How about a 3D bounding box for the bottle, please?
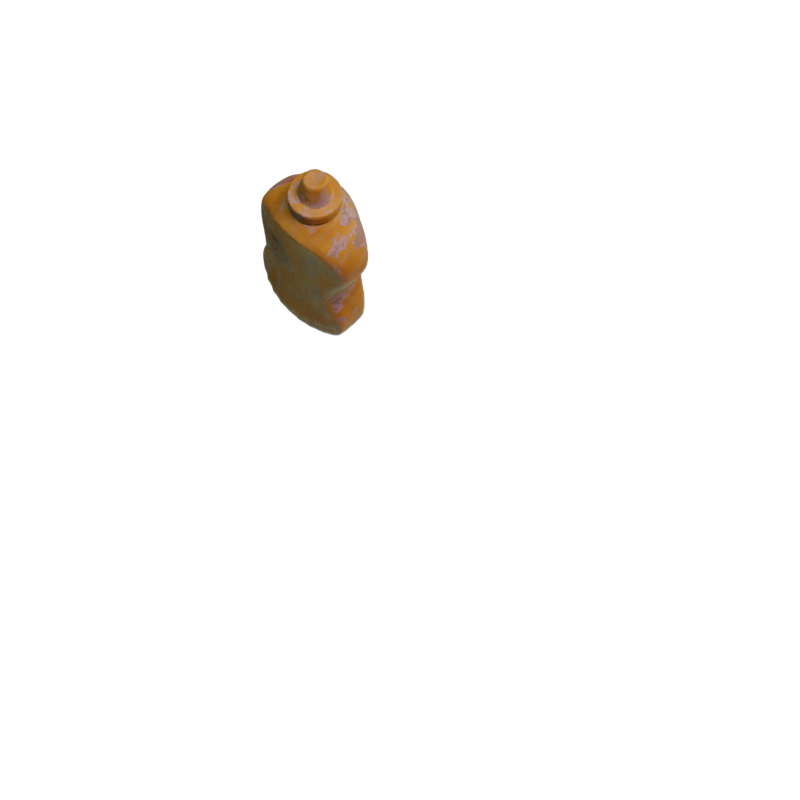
[{"bbox_3d":[-0.068,-0.125,0.871,0.059,0.100,0.182,-40,-14,-17],"label":"bottle"}]
